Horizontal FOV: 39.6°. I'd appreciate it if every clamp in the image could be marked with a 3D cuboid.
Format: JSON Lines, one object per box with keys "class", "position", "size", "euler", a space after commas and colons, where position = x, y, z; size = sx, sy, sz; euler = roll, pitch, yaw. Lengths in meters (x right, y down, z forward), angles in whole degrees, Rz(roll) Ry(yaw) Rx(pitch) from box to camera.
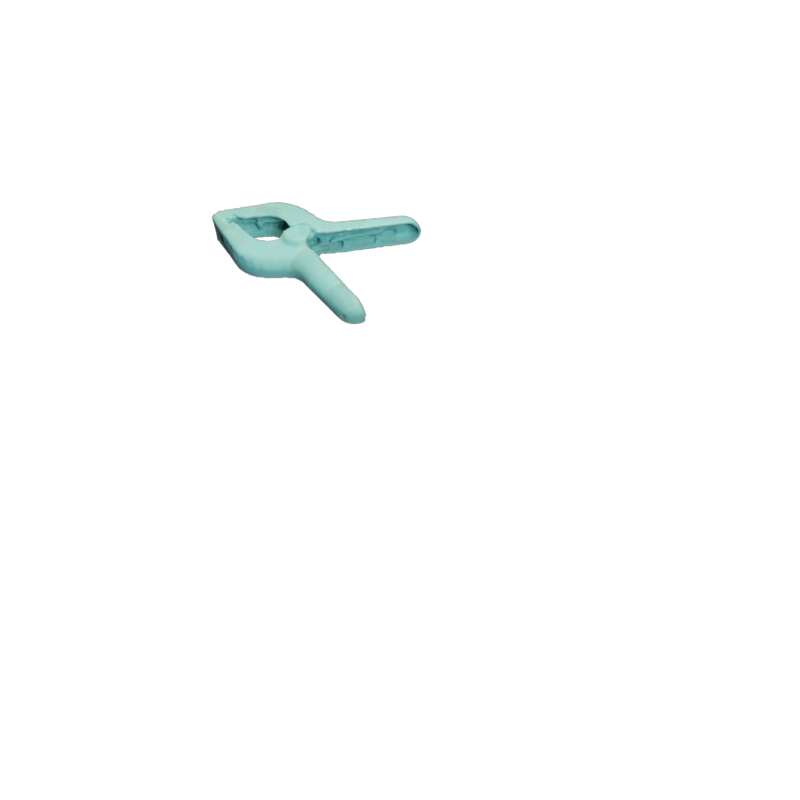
{"class": "clamp", "position": [-0.071, -0.130, 0.913], "size": [0.181, 0.037, 0.122], "euler": [25, 48, 25]}
